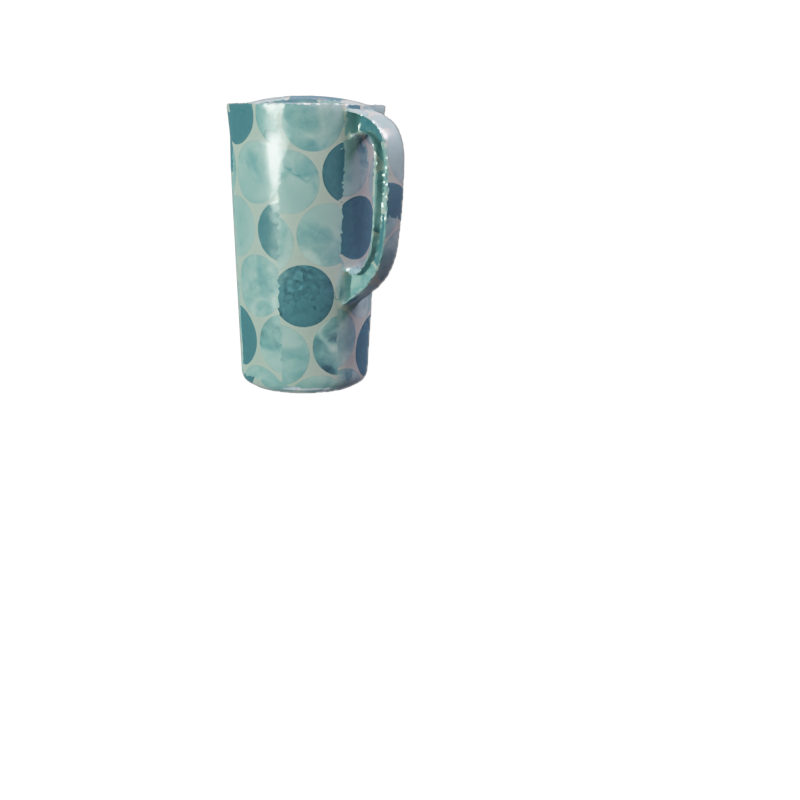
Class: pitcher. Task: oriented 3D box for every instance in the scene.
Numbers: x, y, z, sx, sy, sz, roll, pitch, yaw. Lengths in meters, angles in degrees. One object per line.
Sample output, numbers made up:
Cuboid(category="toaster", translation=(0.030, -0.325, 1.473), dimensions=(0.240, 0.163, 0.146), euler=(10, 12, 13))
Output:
Cuboid(category="pitcher", translation=(-0.073, -0.133, 0.929), dimensions=(0.145, 0.239, 0.152), euler=(0, 8, -1))
